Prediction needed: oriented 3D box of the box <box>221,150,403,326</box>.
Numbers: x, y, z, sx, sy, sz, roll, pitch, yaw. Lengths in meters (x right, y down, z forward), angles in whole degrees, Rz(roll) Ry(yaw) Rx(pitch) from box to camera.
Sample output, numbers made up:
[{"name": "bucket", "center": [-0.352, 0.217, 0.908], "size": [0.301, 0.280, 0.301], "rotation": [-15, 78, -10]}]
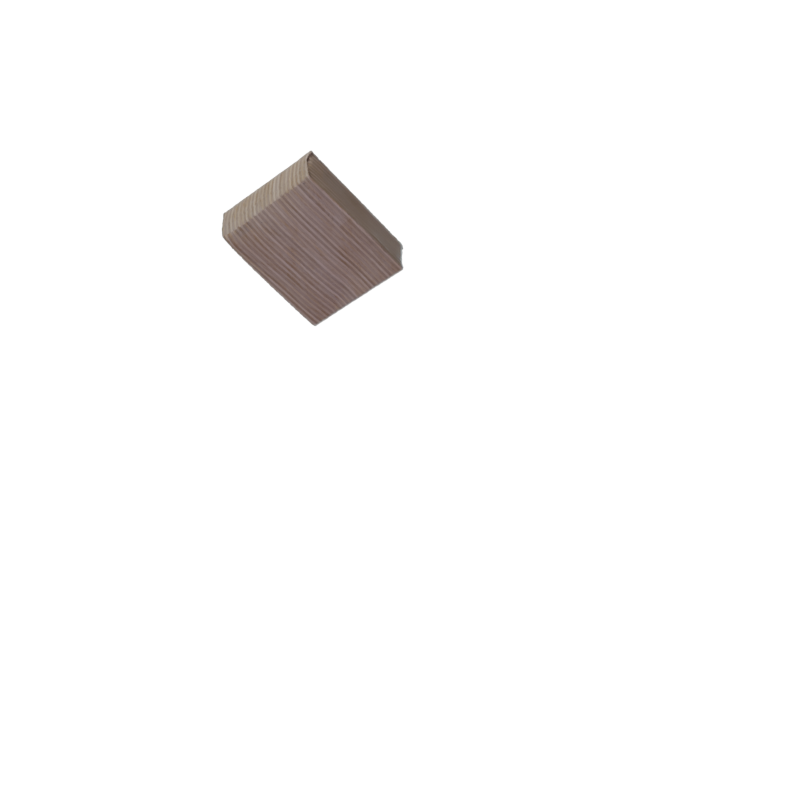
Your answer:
[{"name": "box", "center": [-0.066, -0.119, 0.836], "size": [0.089, 0.042, 0.106], "rotation": [-33, -58, 23]}]
